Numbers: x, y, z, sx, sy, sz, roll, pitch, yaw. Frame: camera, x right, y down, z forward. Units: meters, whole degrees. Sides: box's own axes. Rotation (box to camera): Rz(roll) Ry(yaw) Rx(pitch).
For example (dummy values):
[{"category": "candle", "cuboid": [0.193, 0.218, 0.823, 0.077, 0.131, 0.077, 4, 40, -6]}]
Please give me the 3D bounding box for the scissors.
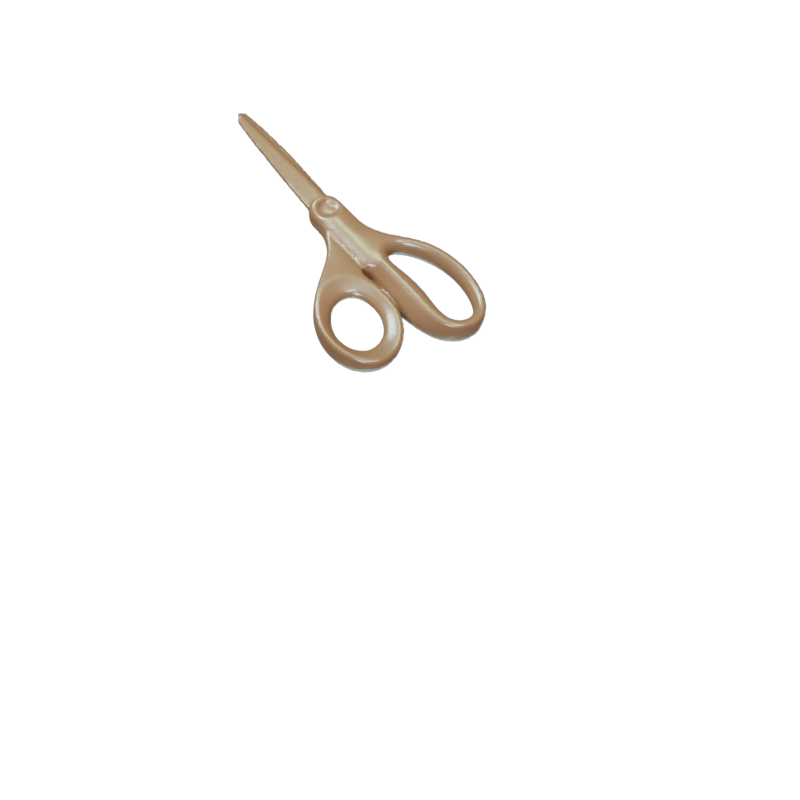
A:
[{"category": "scissors", "cuboid": [-0.047, -0.086, 0.600, 0.213, 0.015, 0.097, 36, 60, 24]}]
